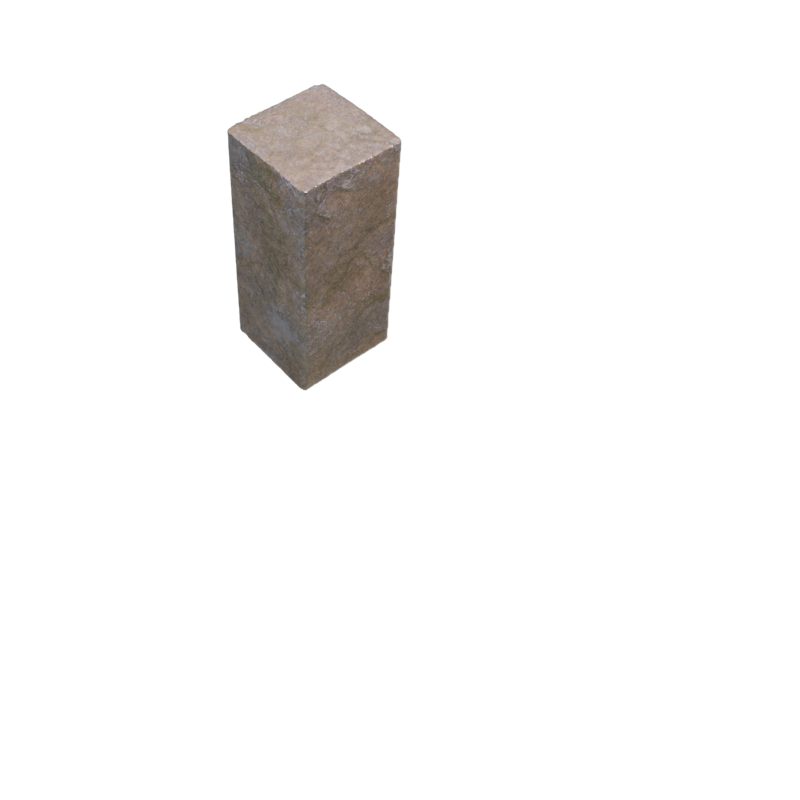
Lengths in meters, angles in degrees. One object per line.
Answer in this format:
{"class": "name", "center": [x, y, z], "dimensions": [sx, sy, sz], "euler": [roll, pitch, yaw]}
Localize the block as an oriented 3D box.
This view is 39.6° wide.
{"class": "block", "center": [-0.066, -0.120, 0.836], "dimensions": [0.091, 0.192, 0.096], "euler": [-32, 57, -28]}
